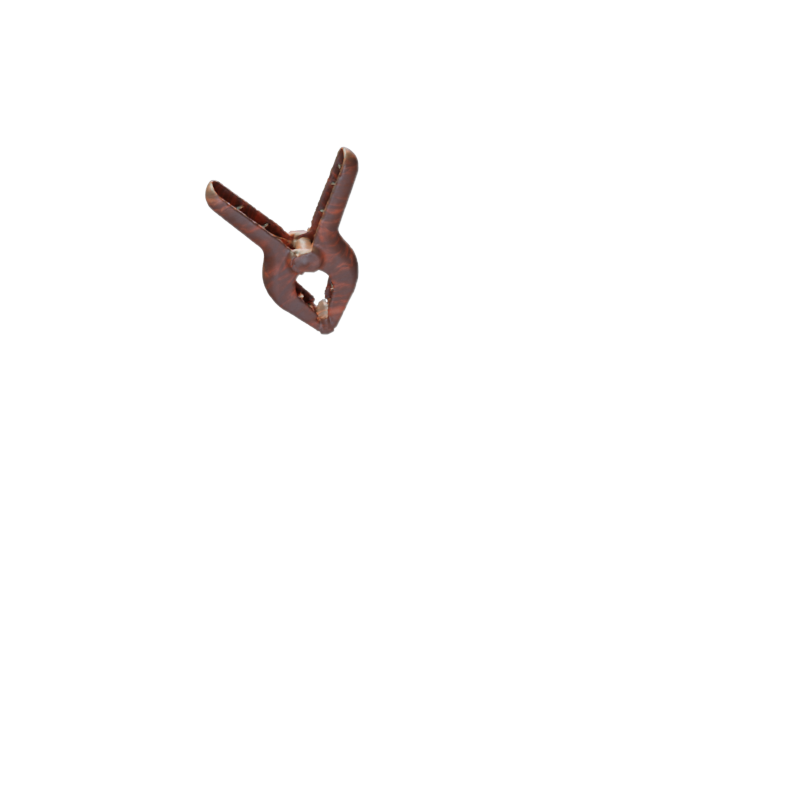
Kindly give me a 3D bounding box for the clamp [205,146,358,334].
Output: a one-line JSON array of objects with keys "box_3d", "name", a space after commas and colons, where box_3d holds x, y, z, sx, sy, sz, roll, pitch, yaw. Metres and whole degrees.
[{"box_3d": [-0.070, -0.128, 0.894, 0.121, 0.042, 0.158, -16, -48, 14], "name": "clamp"}]
